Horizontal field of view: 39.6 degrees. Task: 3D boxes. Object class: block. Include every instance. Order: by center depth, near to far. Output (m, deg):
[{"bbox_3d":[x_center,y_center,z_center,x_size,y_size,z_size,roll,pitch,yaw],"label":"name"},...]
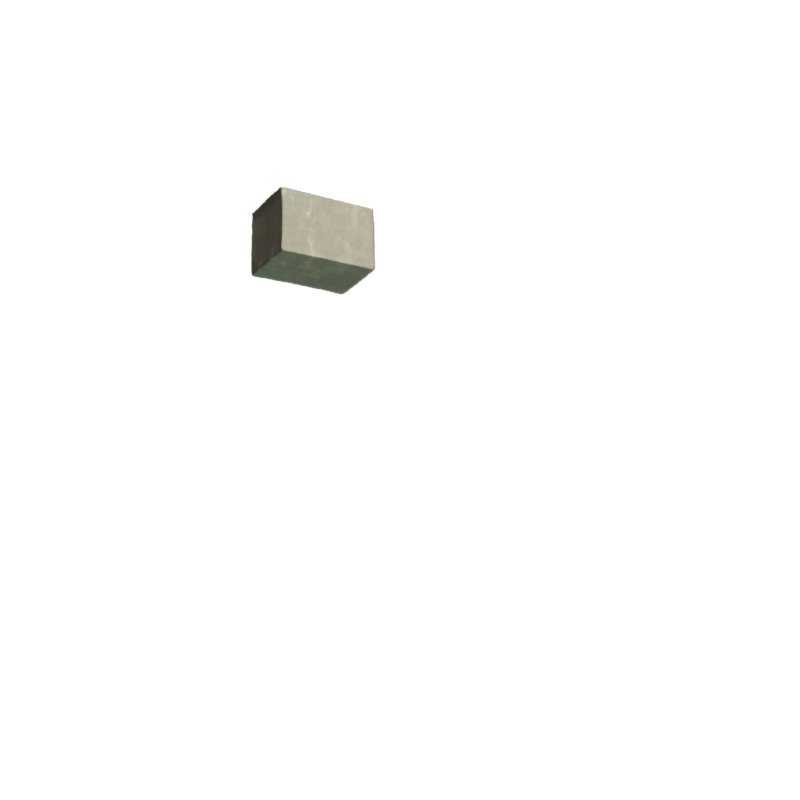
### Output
[{"bbox_3d":[-0.063,-0.116,0.811,0.075,0.054,0.052,11,-25,-28],"label":"block"}]
